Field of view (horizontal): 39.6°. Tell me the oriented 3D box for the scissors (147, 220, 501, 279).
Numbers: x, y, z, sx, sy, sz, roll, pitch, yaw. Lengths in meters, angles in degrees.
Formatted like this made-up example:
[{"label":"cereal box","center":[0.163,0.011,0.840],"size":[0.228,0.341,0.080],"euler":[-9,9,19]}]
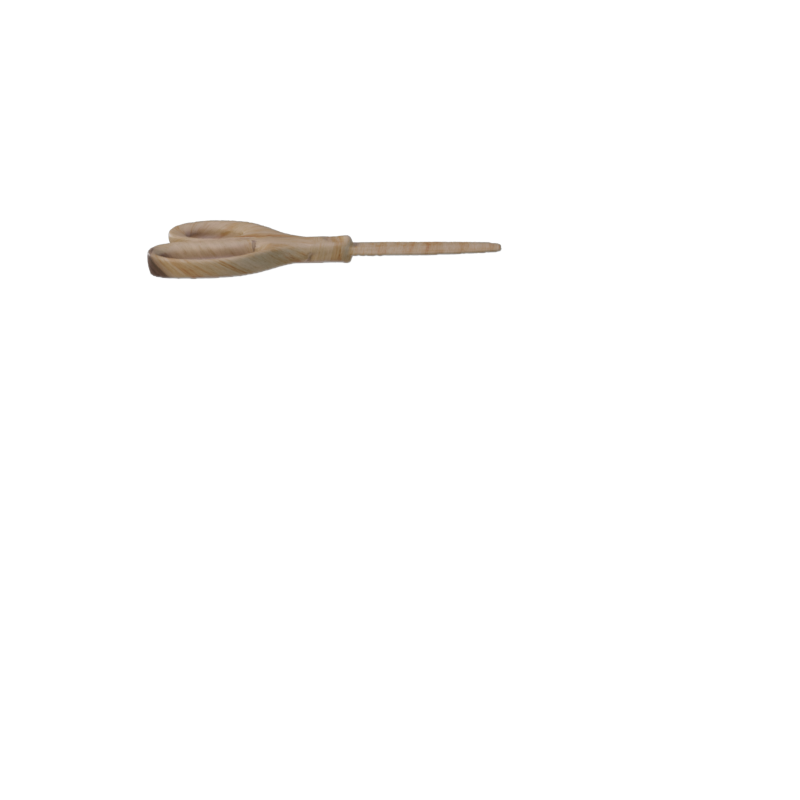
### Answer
[{"label":"scissors","center":[-0.052,-0.094,0.660],"size":[0.198,0.015,0.102],"euler":[-7,24,-17]}]
